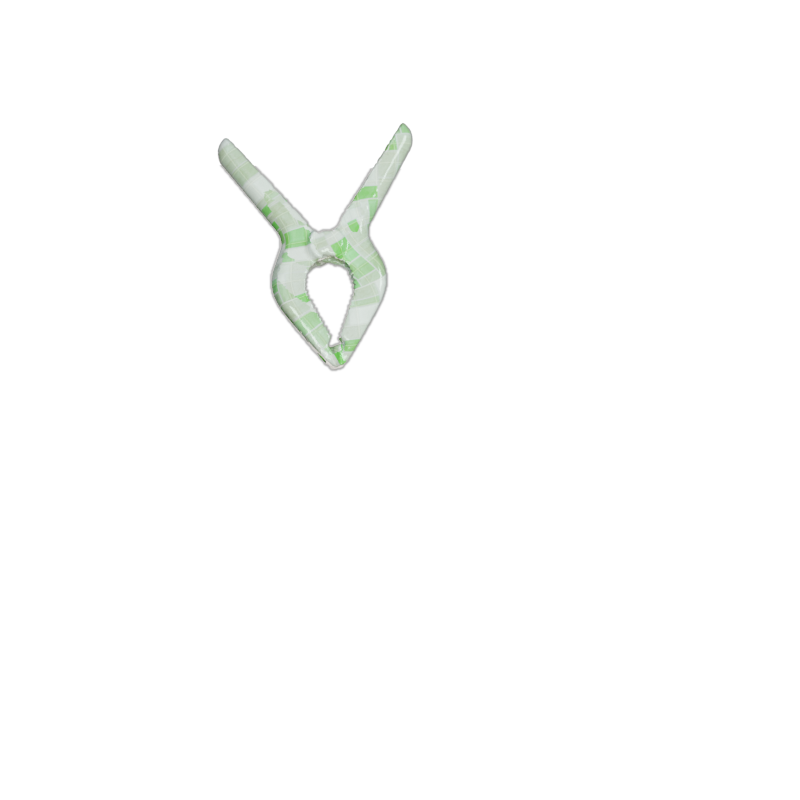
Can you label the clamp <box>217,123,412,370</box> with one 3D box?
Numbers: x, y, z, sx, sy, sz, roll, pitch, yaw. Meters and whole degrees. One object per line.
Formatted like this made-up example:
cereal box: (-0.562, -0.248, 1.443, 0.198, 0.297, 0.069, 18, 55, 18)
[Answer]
clamp: (-0.072, -0.131, 0.919, 0.164, 0.217, 0.035, 1, -14, 0)
